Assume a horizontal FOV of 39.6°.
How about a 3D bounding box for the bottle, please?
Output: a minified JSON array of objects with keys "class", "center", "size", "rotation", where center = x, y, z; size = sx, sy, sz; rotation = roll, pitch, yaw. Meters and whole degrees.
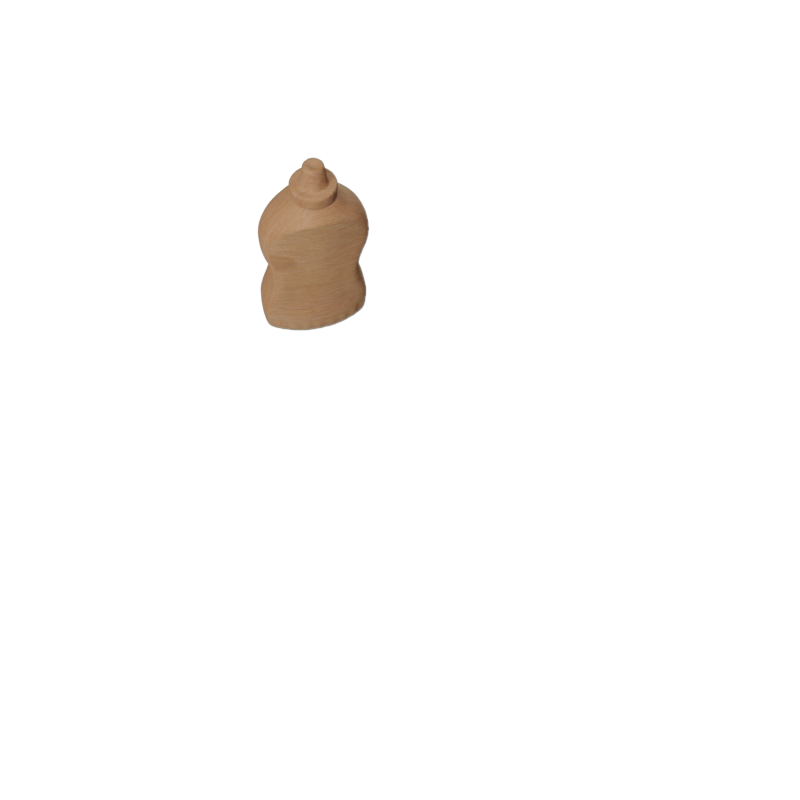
[{"class":"bottle","center":[-0.076,-0.139,0.973],"size":[0.095,0.063,0.179],"rotation":[-9,-34,-10]}]
